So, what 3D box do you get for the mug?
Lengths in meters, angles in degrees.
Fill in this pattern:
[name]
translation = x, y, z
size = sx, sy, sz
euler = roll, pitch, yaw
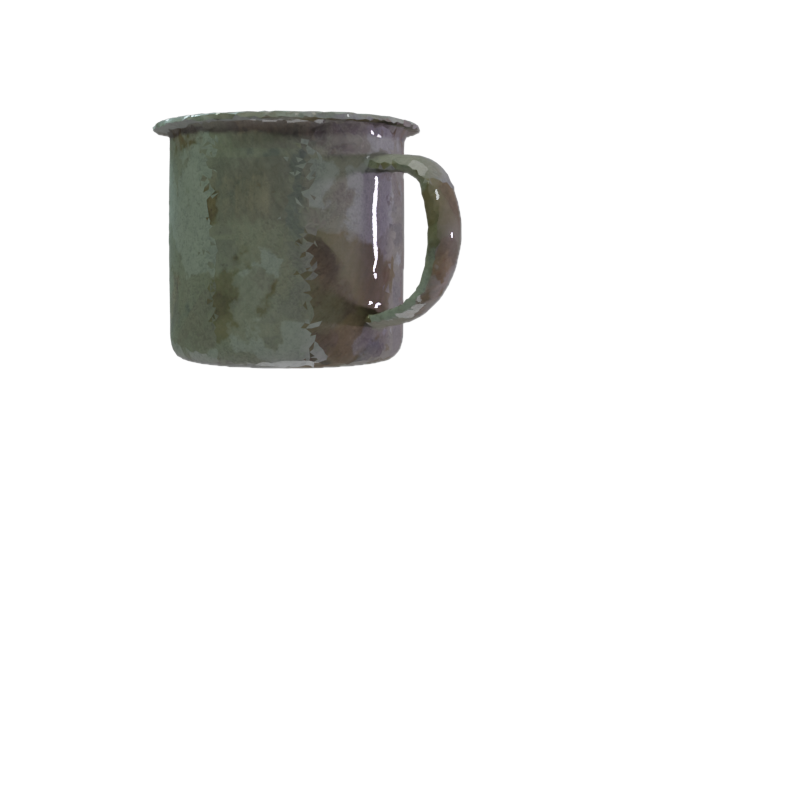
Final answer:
[mug]
translation = -0.030, -0.054, 0.381
size = 0.122, 0.081, 0.090
euler = 4, 6, 37
